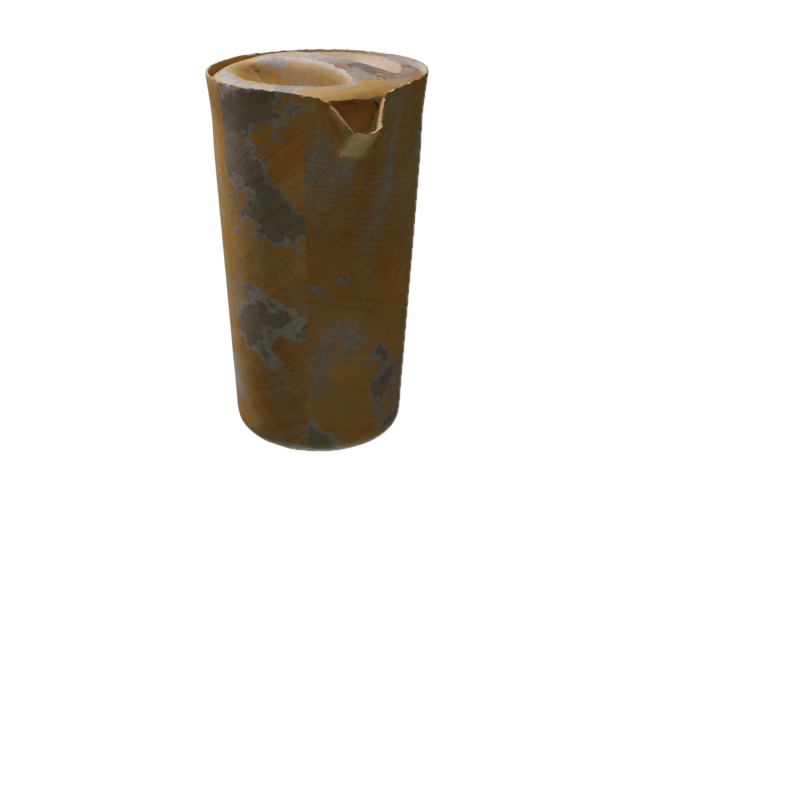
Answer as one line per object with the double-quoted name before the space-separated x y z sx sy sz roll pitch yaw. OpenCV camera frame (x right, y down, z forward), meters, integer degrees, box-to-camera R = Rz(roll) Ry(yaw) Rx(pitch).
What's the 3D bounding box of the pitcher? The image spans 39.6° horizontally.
"pitcher" -0.056 -0.101 0.711 0.150 0.231 0.151 10 25 20
